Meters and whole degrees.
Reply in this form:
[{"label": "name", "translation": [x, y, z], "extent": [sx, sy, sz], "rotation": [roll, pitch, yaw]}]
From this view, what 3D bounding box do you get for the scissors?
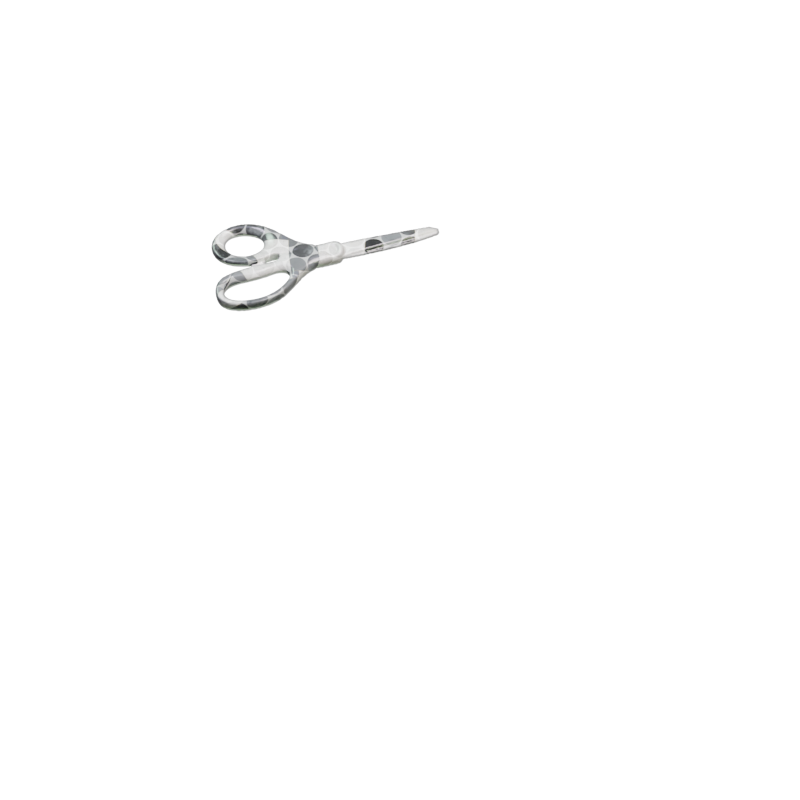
[{"label": "scissors", "translation": [-0.076, -0.138, 0.965], "extent": [0.201, 0.103, 0.015], "rotation": [-27, -33, -19]}]
